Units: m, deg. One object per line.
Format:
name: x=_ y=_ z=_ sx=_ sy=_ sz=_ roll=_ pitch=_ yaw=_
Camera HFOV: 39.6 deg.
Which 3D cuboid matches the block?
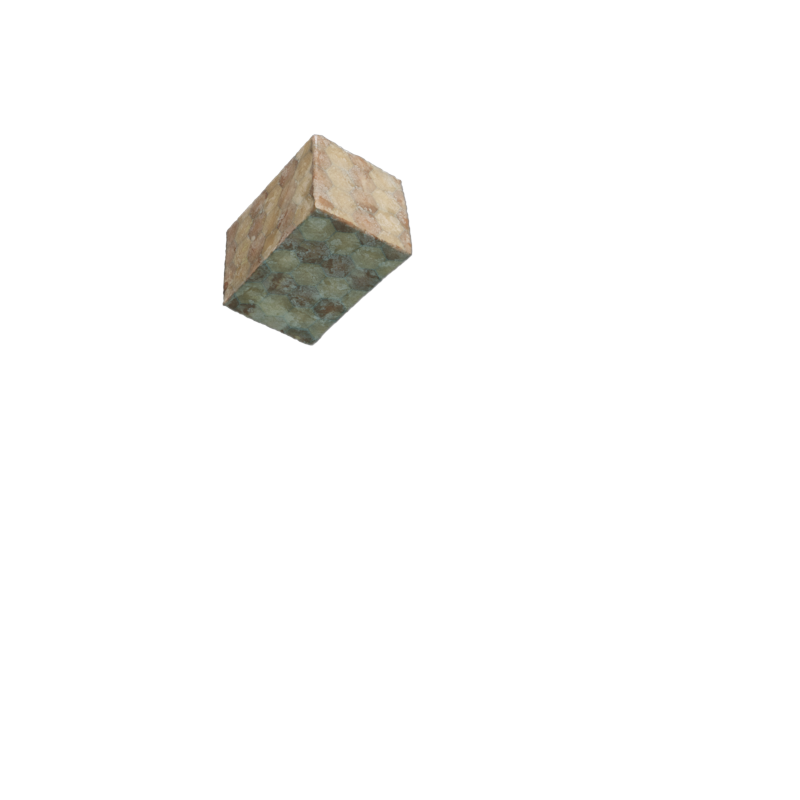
block: x=-0.040 y=-0.073 z=0.509 sx=0.050 sy=0.055 sz=0.077 roll=27 pitch=-48 yaw=-29
